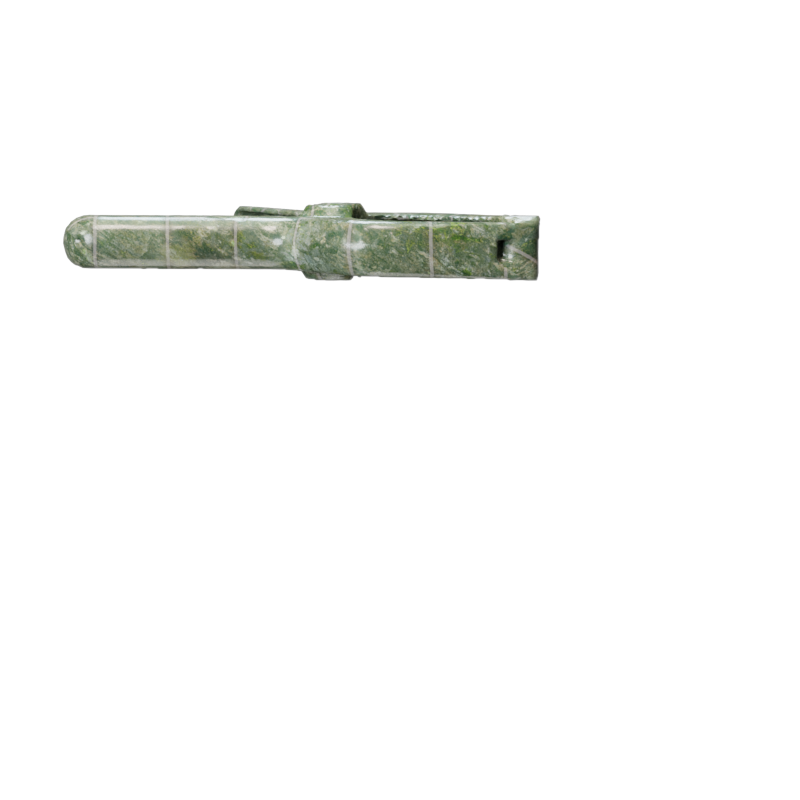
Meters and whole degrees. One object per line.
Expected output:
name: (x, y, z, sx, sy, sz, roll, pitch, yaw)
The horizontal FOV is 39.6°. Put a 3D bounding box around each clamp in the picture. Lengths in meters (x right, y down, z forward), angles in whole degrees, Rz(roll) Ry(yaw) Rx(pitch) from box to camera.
clamp: (-0.041, -0.075, 0.528, 0.219, 0.036, 0.161, 8, 15, 31)
